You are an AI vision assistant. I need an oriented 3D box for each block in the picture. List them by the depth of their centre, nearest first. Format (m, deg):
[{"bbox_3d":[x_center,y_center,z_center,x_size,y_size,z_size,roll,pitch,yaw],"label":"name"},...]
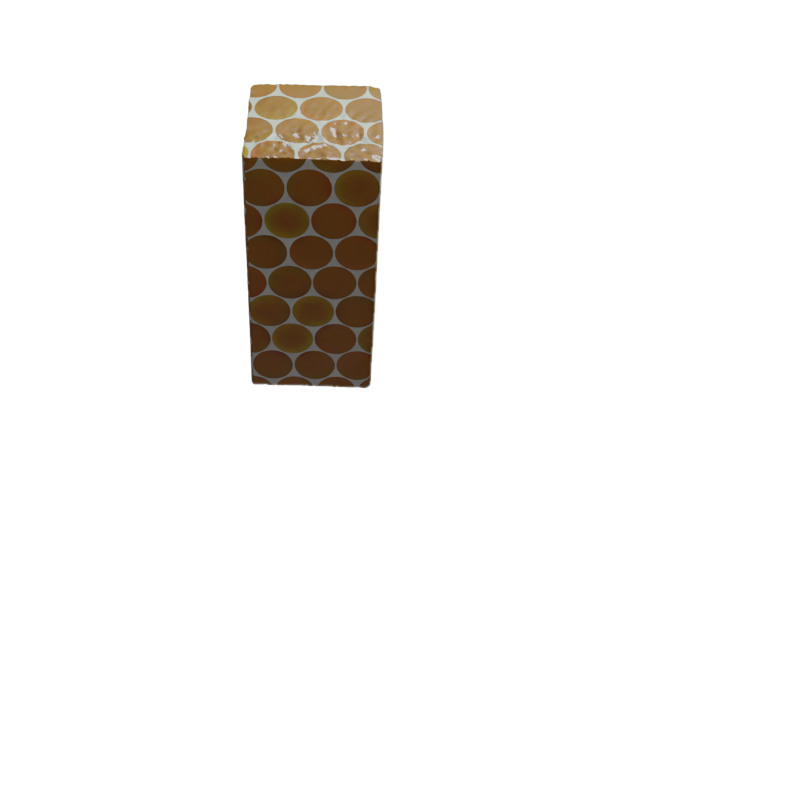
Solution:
[{"bbox_3d":[-0.061,-0.113,0.788,0.091,0.192,0.097,2,43,-2],"label":"block"}]
